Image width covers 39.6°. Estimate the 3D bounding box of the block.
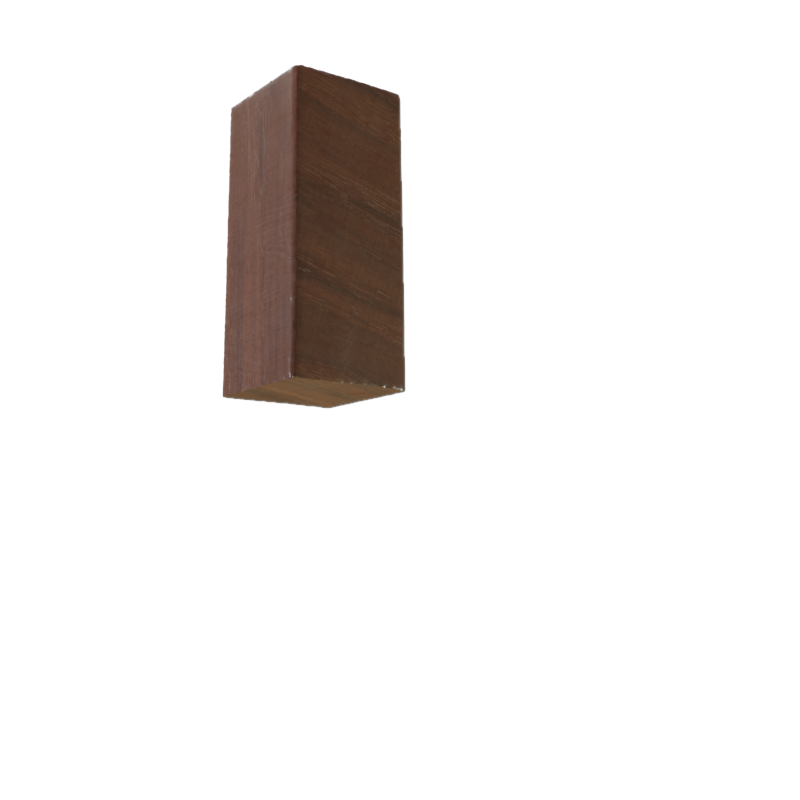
[{"bbox_3d":[-0.058,-0.106,0.746,0.086,0.214,0.092,10,-19,-35],"label":"block"}]
